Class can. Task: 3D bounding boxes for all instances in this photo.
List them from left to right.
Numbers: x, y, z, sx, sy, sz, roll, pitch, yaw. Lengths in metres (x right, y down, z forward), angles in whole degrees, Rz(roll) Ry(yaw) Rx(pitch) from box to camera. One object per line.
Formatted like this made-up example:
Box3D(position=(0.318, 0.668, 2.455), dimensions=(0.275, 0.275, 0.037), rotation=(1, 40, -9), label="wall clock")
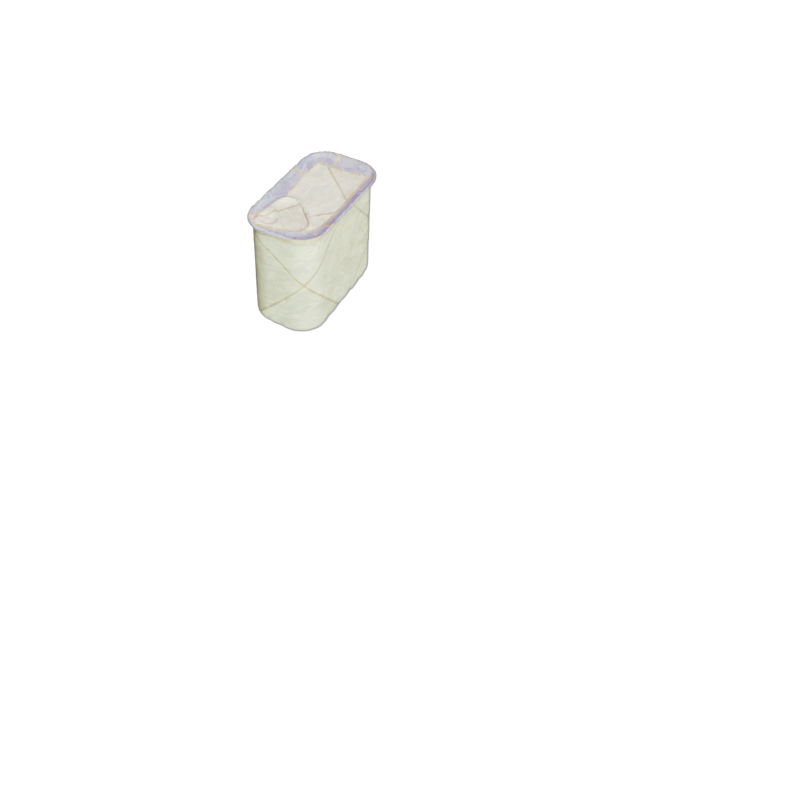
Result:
Box3D(position=(-0.060, -0.110, 0.772), dimensions=(0.060, 0.078, 0.105), rotation=(20, 46, 19), label="can")
